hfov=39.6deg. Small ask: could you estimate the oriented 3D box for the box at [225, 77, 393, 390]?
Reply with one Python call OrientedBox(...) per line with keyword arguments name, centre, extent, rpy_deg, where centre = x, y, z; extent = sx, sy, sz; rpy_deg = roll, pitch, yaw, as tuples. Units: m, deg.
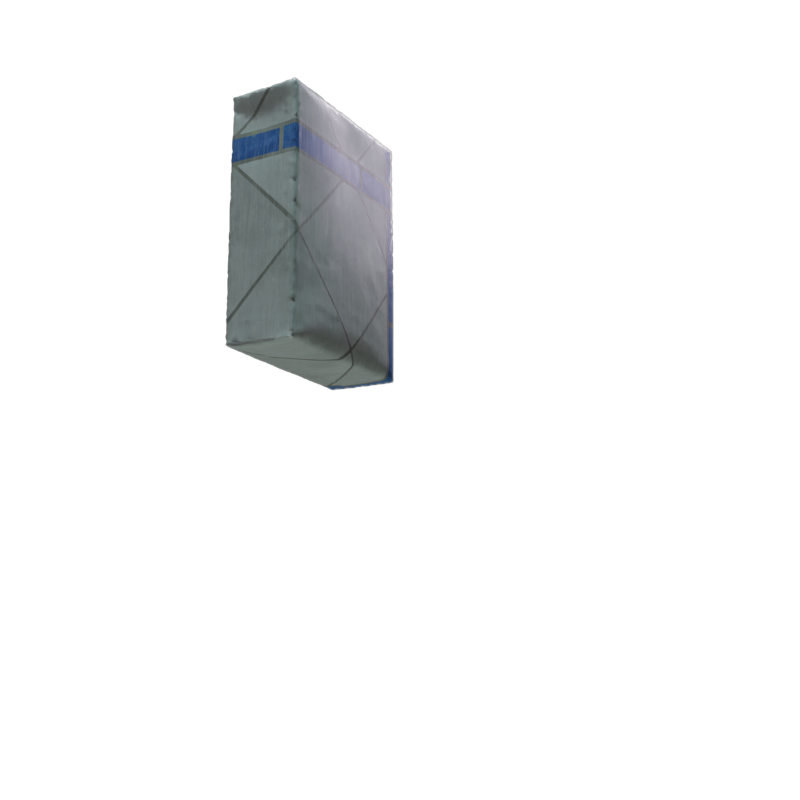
OrientedBox(name="box", centre=(-0.071, -0.130, 0.908), extent=(0.073, 0.224, 0.154), rpy_deg=(-11, -20, 27))
